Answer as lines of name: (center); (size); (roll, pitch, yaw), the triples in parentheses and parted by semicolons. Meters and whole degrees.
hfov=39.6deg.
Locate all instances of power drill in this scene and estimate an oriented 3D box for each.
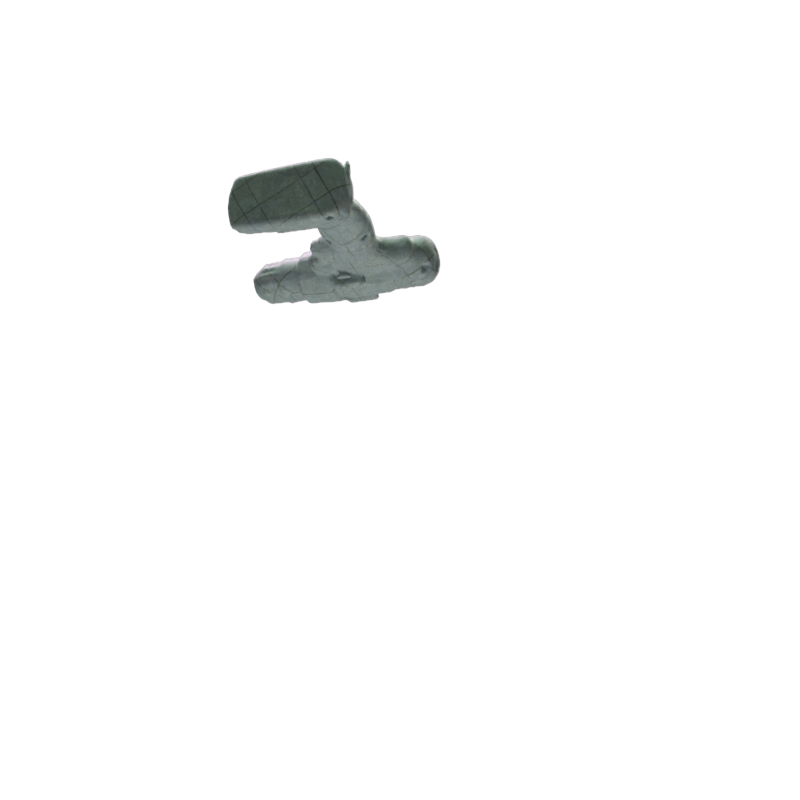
power drill: (-0.077, -0.140, 0.983); (0.188, 0.060, 0.175); (-8, -21, 21)
